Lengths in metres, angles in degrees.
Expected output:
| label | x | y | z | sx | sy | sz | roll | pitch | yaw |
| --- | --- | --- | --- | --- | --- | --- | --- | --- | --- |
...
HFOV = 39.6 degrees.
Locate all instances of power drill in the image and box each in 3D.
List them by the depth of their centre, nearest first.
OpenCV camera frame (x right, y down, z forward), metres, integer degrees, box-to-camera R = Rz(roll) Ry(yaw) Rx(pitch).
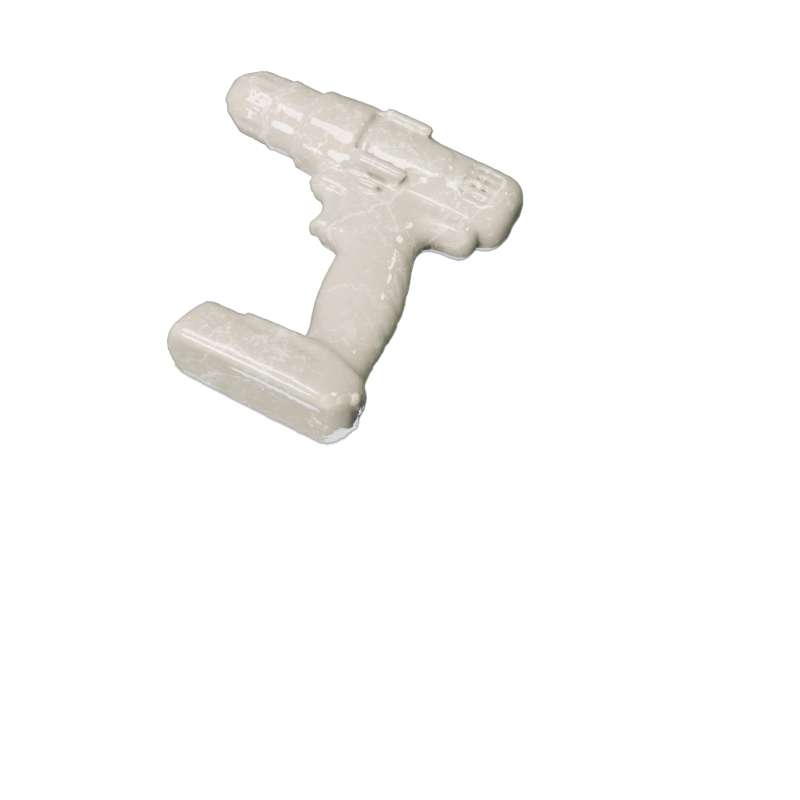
| label | x | y | z | sx | sy | sz | roll | pitch | yaw |
| --- | --- | --- | --- | --- | --- | --- | --- | --- | --- |
| power drill | -0.047 | -0.086 | 0.606 | 0.190 | 0.194 | 0.054 | 25 | -25 | 12 |
